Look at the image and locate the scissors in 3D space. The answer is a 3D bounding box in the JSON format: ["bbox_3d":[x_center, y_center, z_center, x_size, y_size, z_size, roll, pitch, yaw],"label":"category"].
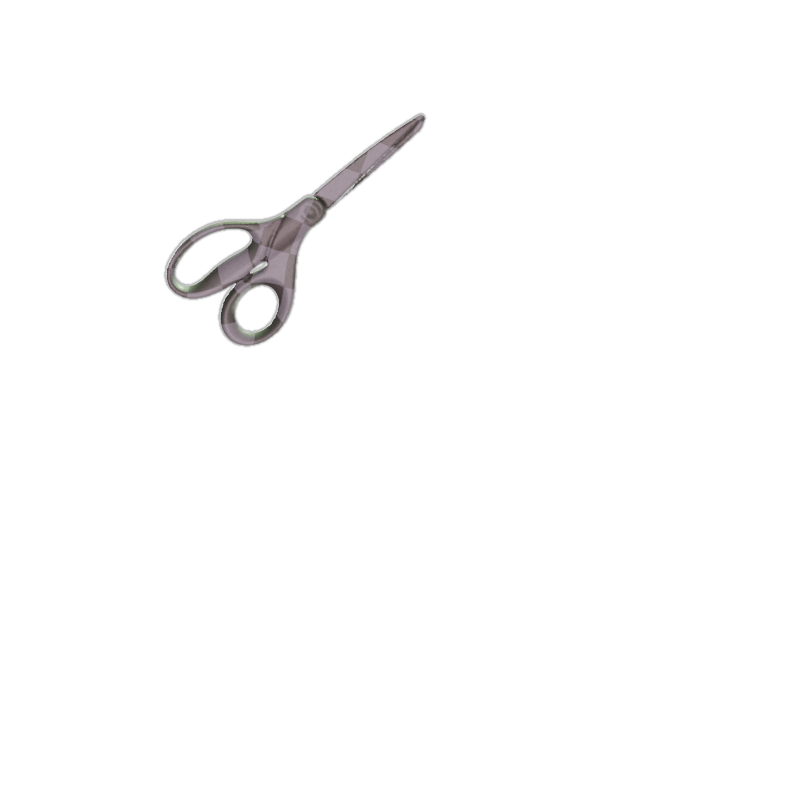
[{"bbox_3d":[-0.058,-0.106,0.739,0.202,0.094,0.016,-23,10,4],"label":"scissors"}]
